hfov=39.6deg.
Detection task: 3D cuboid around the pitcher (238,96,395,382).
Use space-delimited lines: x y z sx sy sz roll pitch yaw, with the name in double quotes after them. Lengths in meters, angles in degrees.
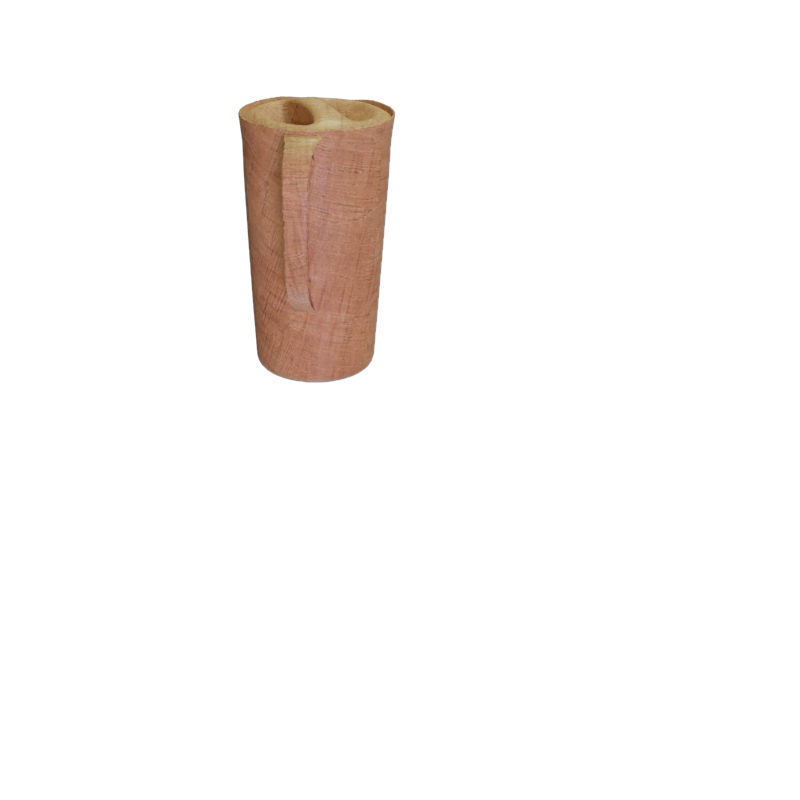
-0.076 -0.139 0.972 0.146 0.232 0.155 -16 28 -36 "pitcher"
